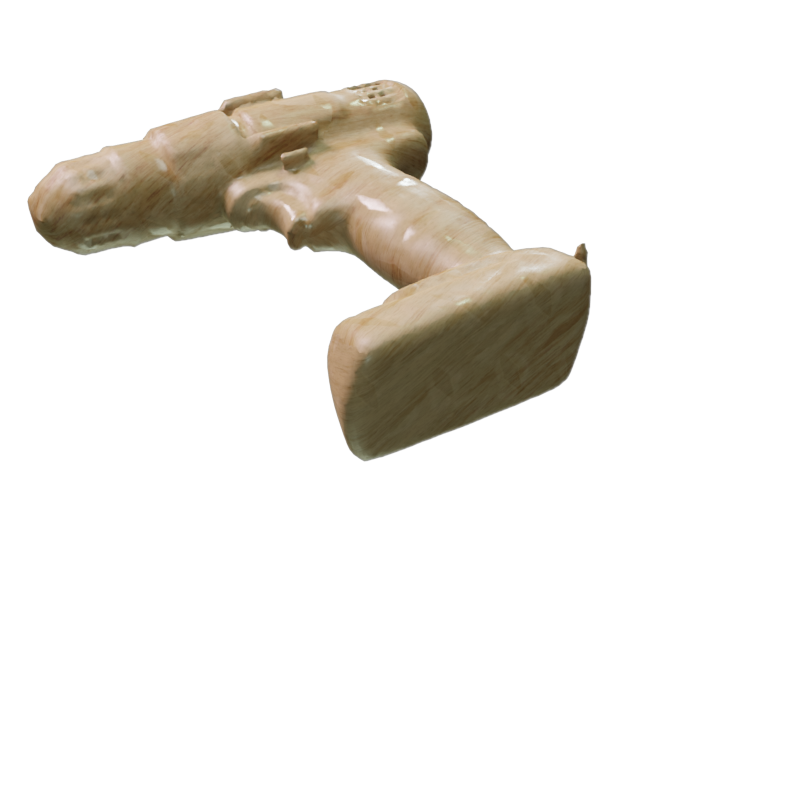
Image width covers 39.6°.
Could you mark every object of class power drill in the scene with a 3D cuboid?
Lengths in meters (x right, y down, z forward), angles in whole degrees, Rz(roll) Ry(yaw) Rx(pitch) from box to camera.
[{"bbox_3d":[-0.034,-0.062,0.436,0.183,0.053,0.203,-21,45,-22],"label":"power drill"}]
